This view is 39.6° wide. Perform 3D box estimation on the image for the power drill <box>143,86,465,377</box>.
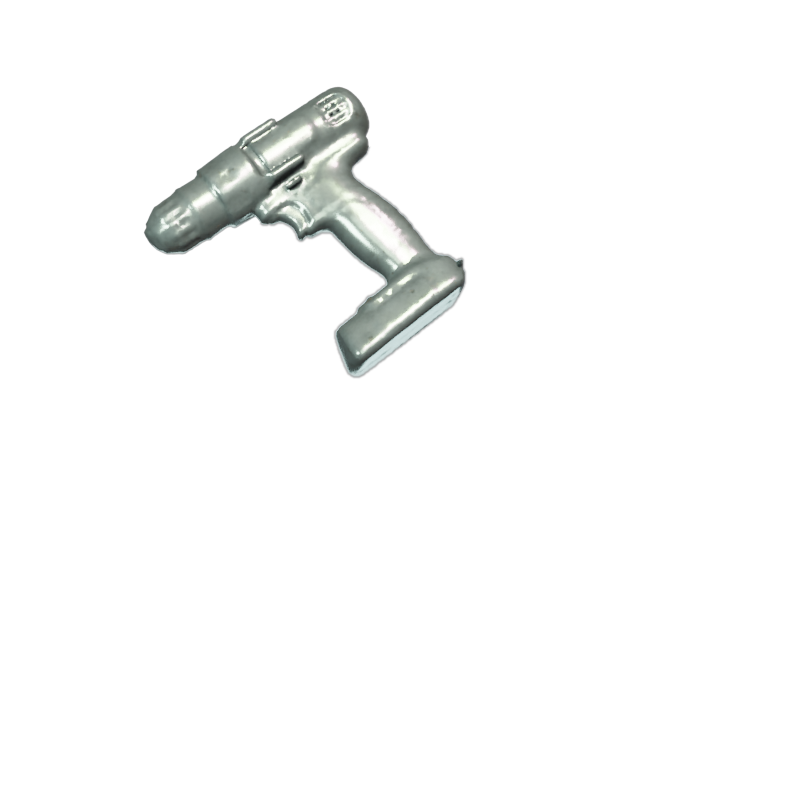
[{"bbox_3d":[-0.061,-0.111,0.778,0.185,0.195,0.055,-36,-14,-11],"label":"power drill"}]
